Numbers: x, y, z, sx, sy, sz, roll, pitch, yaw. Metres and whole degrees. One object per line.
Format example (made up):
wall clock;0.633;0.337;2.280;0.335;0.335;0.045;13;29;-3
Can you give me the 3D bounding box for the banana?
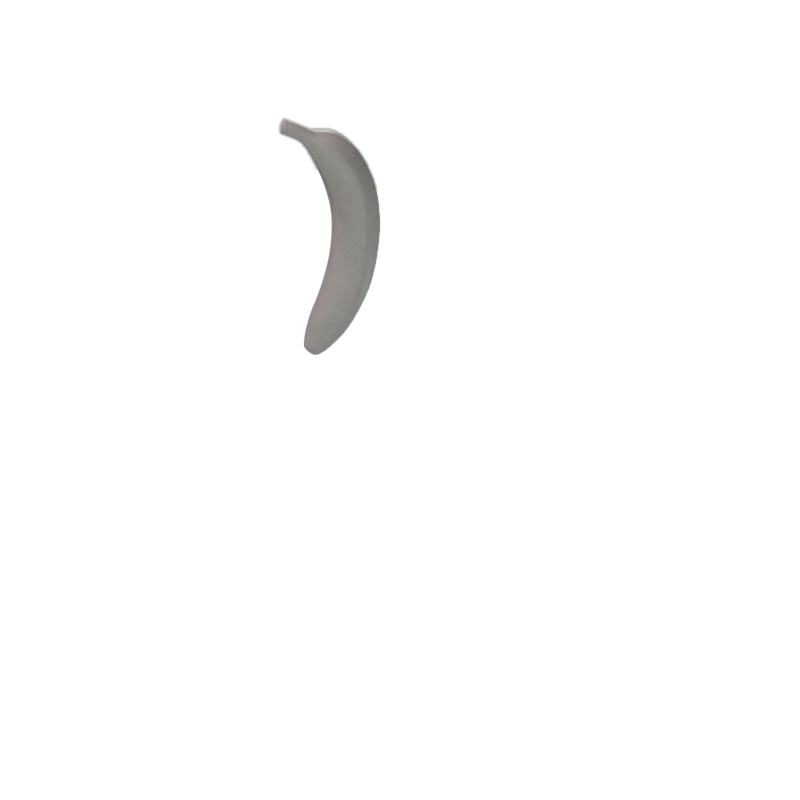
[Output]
banana;-0.049;-0.128;0.861;0.070;0.188;0.039;-4;23;1
